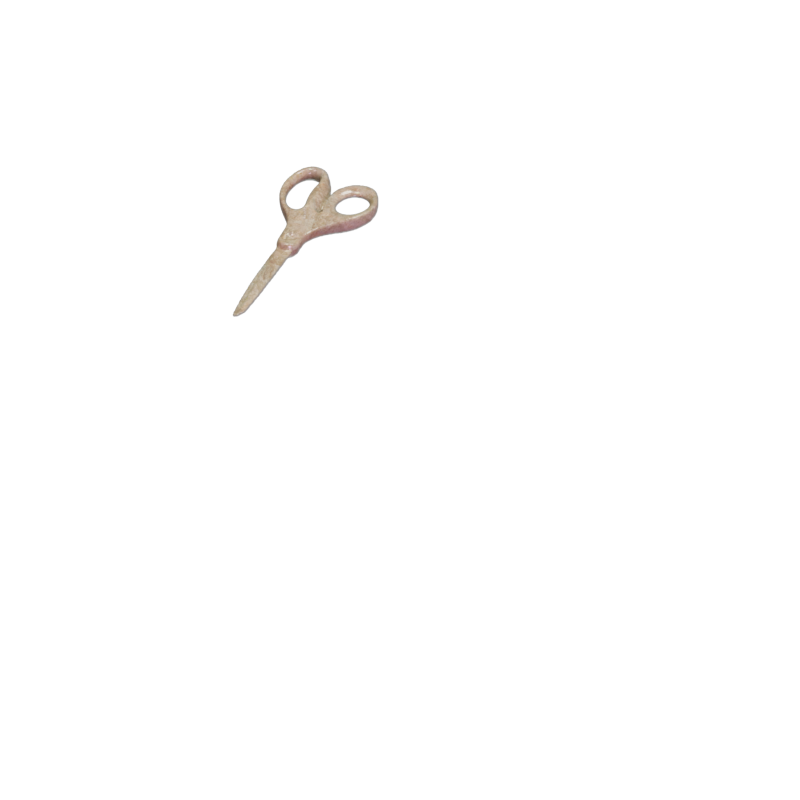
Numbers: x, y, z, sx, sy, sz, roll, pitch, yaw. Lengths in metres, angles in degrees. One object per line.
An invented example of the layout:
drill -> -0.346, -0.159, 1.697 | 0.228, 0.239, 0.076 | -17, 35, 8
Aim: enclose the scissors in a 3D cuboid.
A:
scissors -> -0.072, -0.132, 0.924 | 0.097, 0.015, 0.215 | 4, 43, 4
